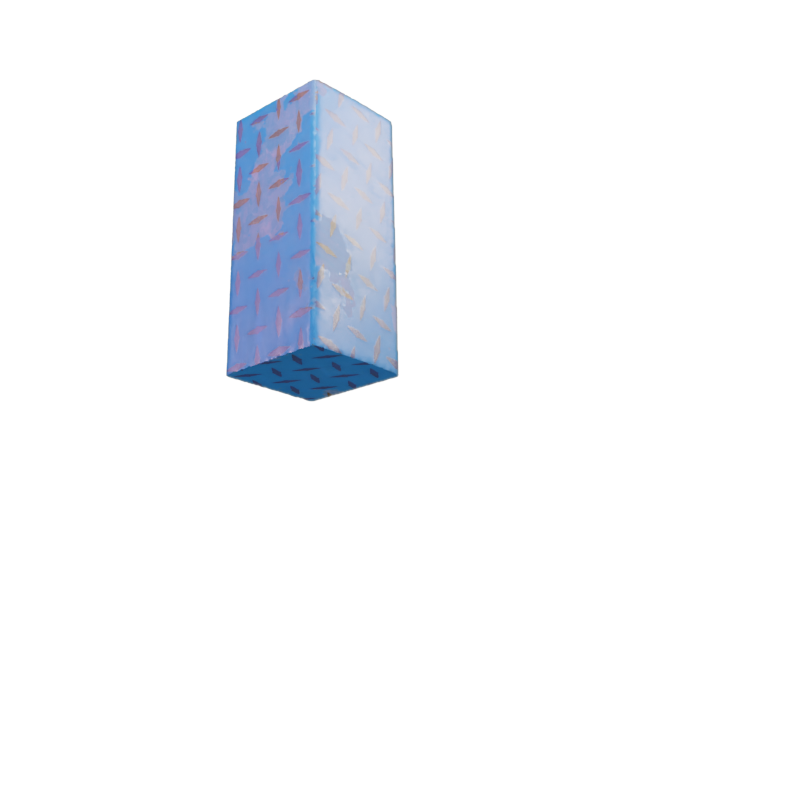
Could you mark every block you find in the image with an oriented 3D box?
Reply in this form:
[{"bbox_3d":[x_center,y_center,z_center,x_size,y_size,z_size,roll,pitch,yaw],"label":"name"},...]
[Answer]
[{"bbox_3d":[-0.063,-0.116,0.816,0.091,0.217,0.085,-21,-30,38],"label":"block"}]
